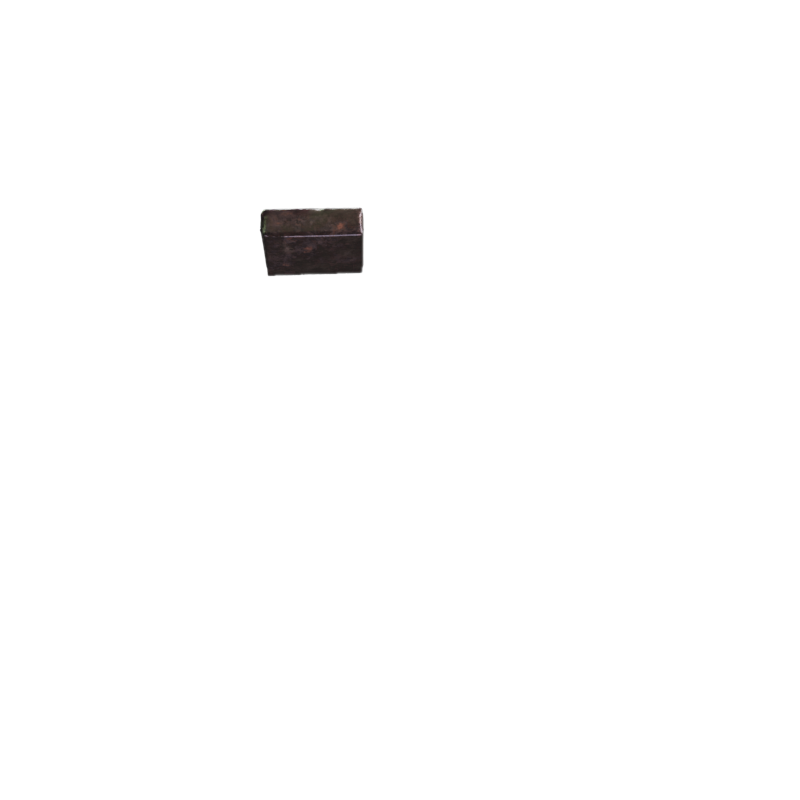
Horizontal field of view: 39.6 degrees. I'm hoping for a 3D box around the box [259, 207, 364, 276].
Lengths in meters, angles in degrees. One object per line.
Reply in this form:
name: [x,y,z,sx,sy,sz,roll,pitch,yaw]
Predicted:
box: [-0.077,-0.140,0.981,0.089,0.032,0.069,0,-24,0]
